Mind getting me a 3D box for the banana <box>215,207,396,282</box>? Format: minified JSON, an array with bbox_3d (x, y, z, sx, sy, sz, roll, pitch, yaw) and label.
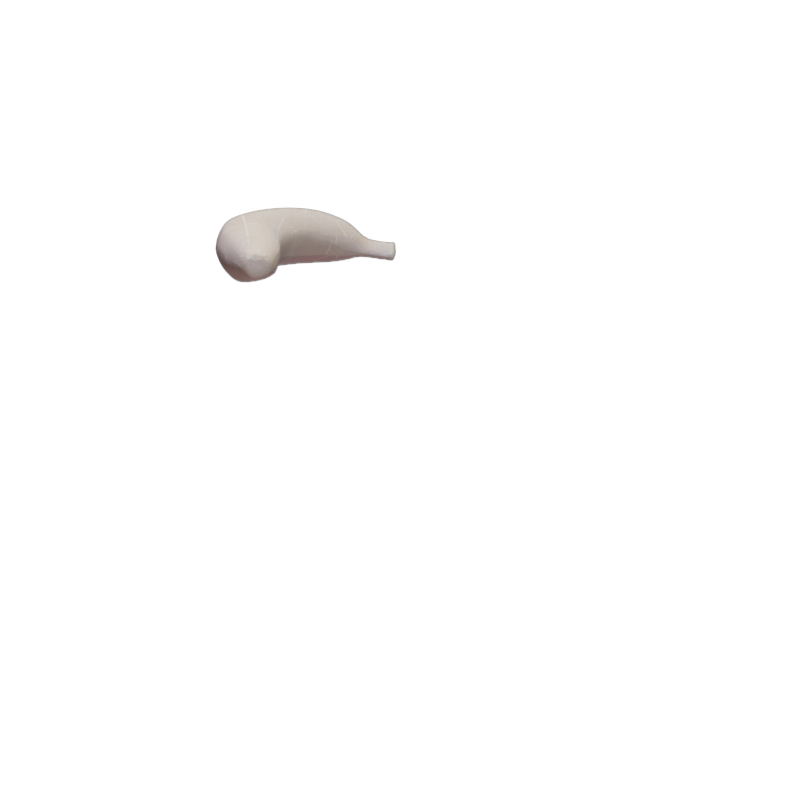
[{"bbox_3d":[-0.067,-0.095,0.658,0.072,0.036,0.195,4,12,21],"label":"banana"}]
